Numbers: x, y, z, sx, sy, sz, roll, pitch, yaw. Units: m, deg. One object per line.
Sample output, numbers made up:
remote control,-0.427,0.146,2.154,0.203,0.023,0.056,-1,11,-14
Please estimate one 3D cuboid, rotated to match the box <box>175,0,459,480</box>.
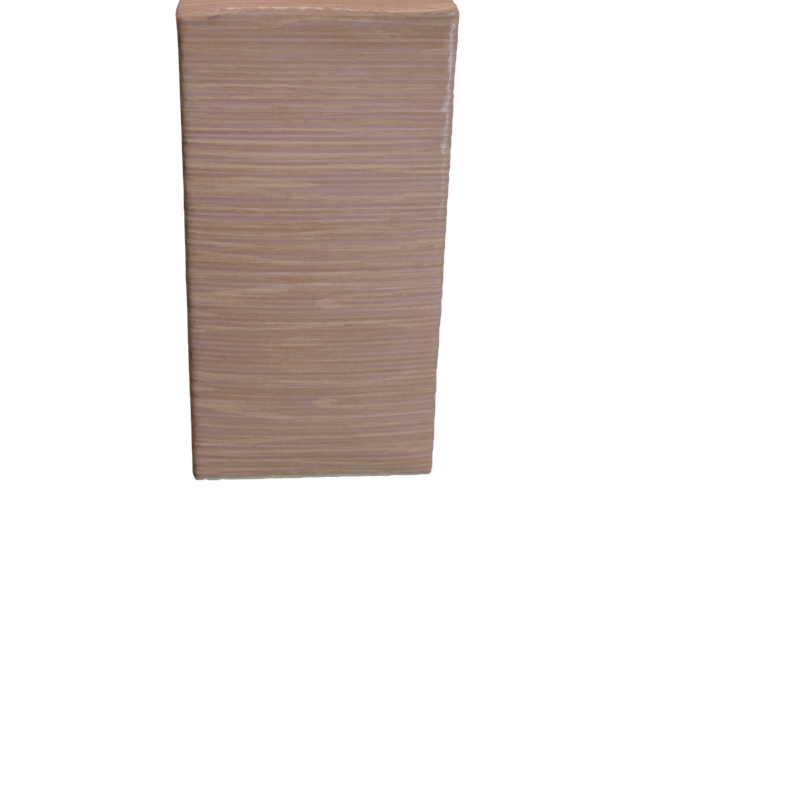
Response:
box,-0.031,-0.057,0.398,0.093,0.167,0.051,-1,26,-5
